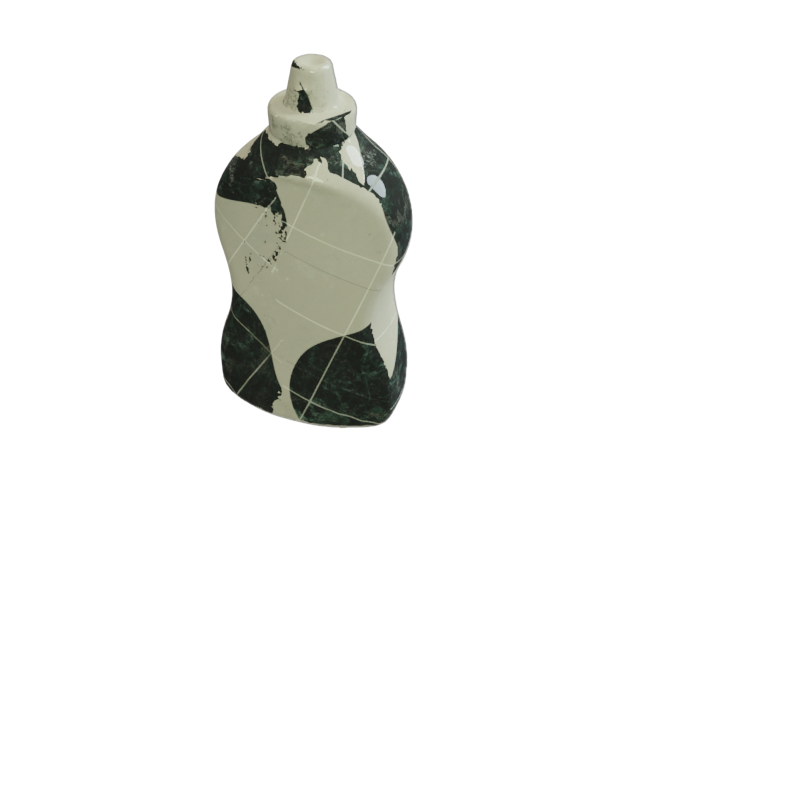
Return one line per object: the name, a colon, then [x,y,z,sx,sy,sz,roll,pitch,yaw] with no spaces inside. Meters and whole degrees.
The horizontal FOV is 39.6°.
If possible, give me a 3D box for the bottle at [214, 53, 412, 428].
bottle: [-0.043,-0.077,0.544,0.099,0.180,0.060,14,36,16]
